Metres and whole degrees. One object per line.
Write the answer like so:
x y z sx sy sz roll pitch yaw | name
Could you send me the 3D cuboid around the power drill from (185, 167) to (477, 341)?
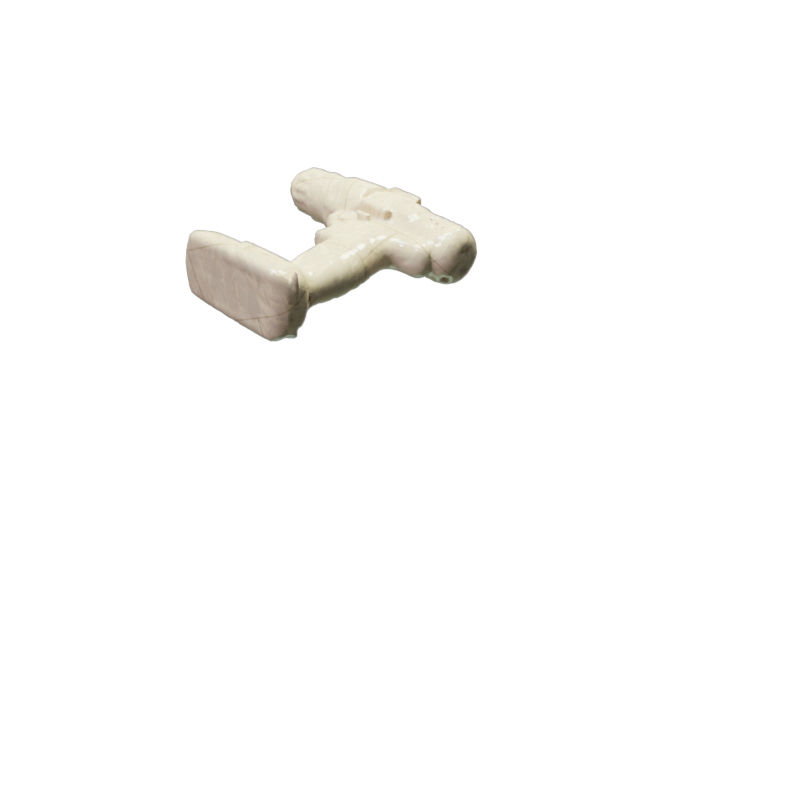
-0.065 -0.119 0.830 0.186 0.054 0.197 -27 41 -37 | power drill
